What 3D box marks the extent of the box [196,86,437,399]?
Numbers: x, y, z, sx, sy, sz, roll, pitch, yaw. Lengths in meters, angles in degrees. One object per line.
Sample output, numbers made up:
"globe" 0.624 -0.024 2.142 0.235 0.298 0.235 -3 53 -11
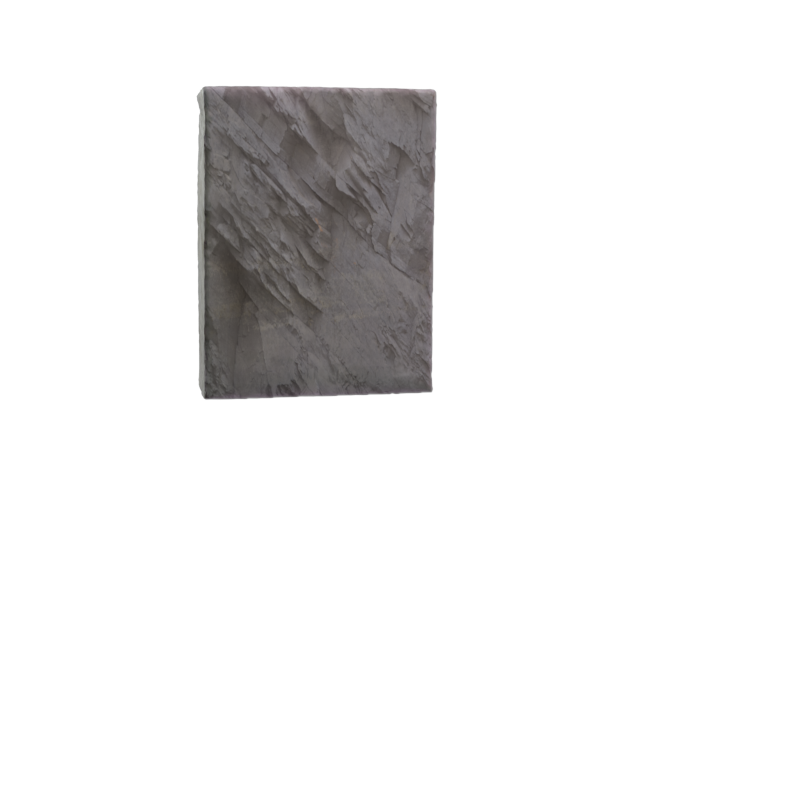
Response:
"box" -0.062 -0.112 0.787 0.162 0.212 0.074 -1 4 -12
